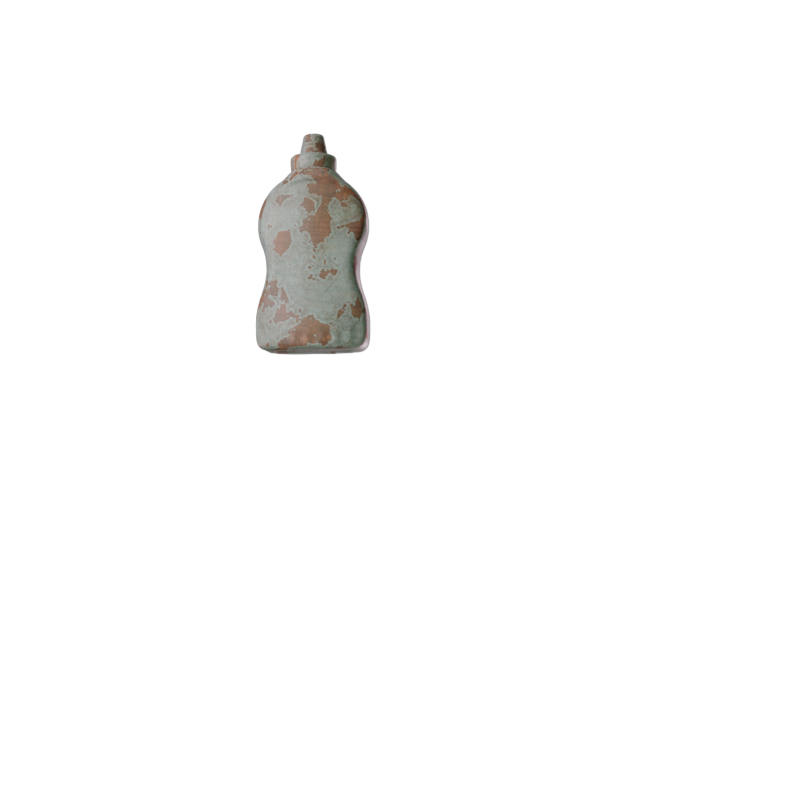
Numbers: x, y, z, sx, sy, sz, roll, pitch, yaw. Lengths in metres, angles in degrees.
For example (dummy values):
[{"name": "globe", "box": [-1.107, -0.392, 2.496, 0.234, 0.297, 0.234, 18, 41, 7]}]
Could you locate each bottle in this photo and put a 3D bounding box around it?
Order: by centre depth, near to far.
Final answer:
[{"name": "bottle", "box": [-0.075, -0.137, 0.963, 0.097, 0.197, 0.056, -2, -11, 10]}]
